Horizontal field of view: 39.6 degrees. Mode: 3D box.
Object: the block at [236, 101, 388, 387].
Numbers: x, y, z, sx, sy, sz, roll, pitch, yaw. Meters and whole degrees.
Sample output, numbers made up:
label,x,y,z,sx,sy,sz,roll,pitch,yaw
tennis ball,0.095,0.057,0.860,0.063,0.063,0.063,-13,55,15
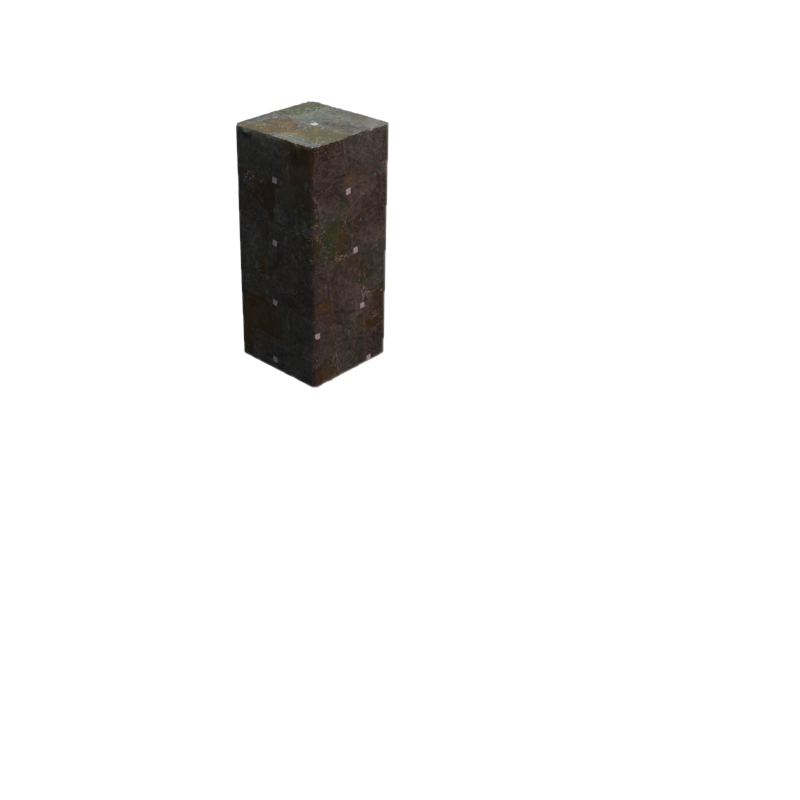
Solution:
label,x,y,z,sx,sy,sz,roll,pitch,yaw
block,-0.072,-0.130,0.913,0.096,0.195,0.089,23,34,36
